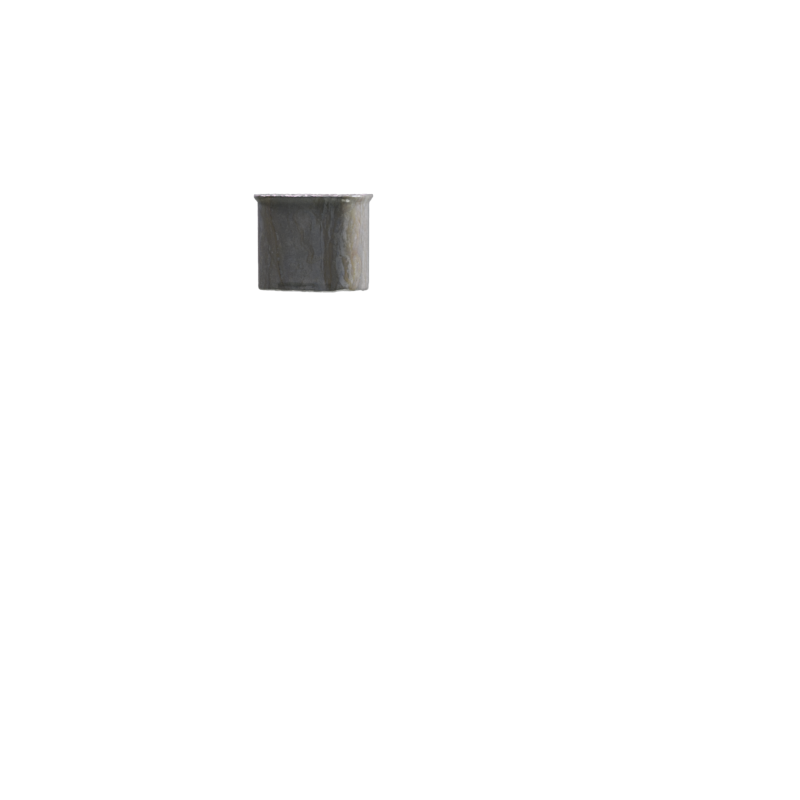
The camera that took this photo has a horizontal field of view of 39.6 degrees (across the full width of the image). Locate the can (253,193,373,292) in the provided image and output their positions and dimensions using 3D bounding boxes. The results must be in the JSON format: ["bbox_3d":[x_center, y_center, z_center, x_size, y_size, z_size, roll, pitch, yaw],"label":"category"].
[{"bbox_3d":[-0.076,-0.139,0.971,0.104,0.083,0.057,3,7,17],"label":"can"}]
